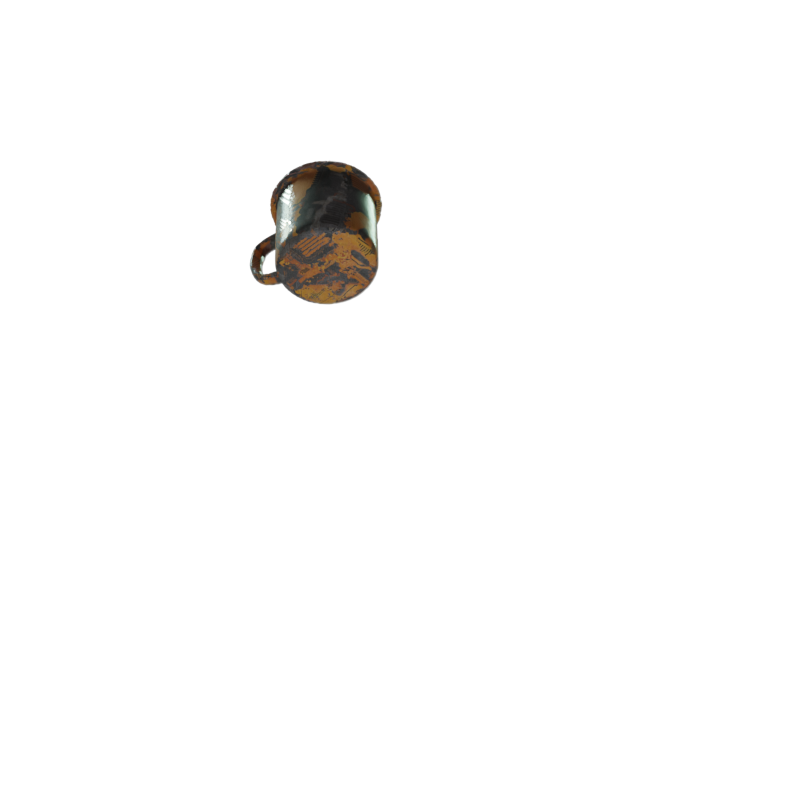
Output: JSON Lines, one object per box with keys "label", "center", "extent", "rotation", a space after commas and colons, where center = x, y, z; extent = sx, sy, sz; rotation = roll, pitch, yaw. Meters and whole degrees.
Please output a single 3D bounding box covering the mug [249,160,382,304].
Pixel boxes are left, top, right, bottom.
{"label": "mug", "center": [-0.070, -0.128, 0.895], "extent": [0.118, 0.087, 0.086], "rotation": [-20, -50, 16]}
